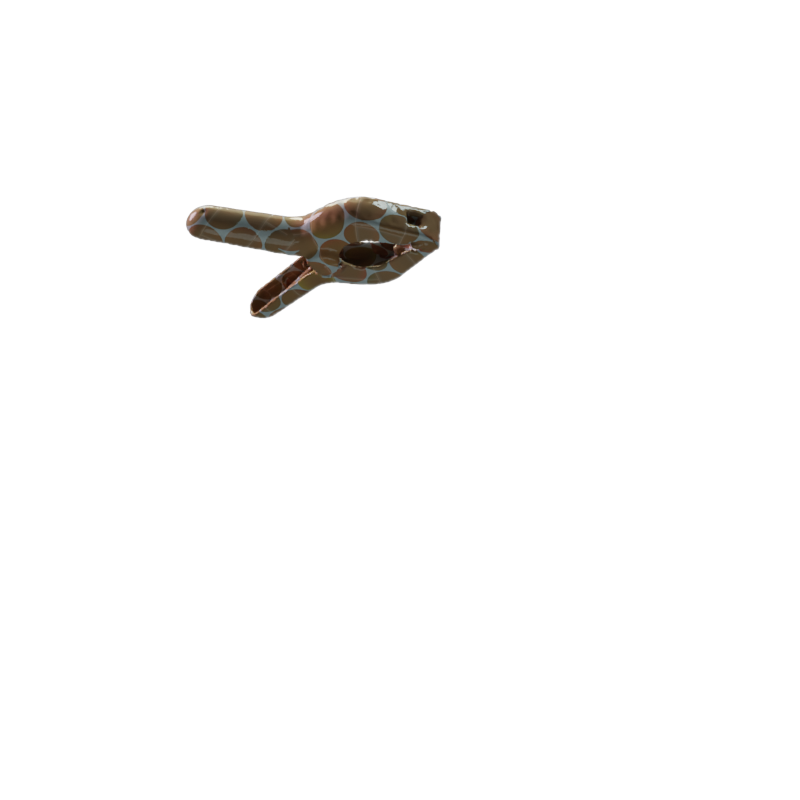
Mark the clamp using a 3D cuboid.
[{"bbox_3d":[-0.060,-0.110,0.770,0.174,0.042,0.111,-14,-31,25],"label":"clamp"}]
